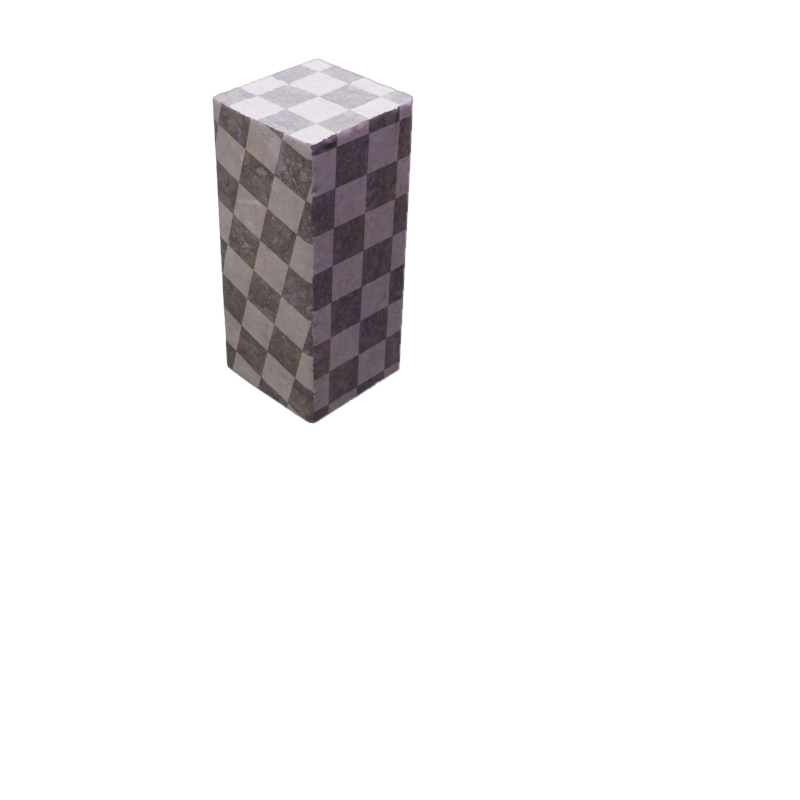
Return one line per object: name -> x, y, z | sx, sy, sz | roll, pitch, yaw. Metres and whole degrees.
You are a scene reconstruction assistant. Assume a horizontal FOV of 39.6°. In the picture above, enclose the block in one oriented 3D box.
block -> -0.056, -0.102, 0.720 | 0.096, 0.193, 0.091 | 31, 43, 34
